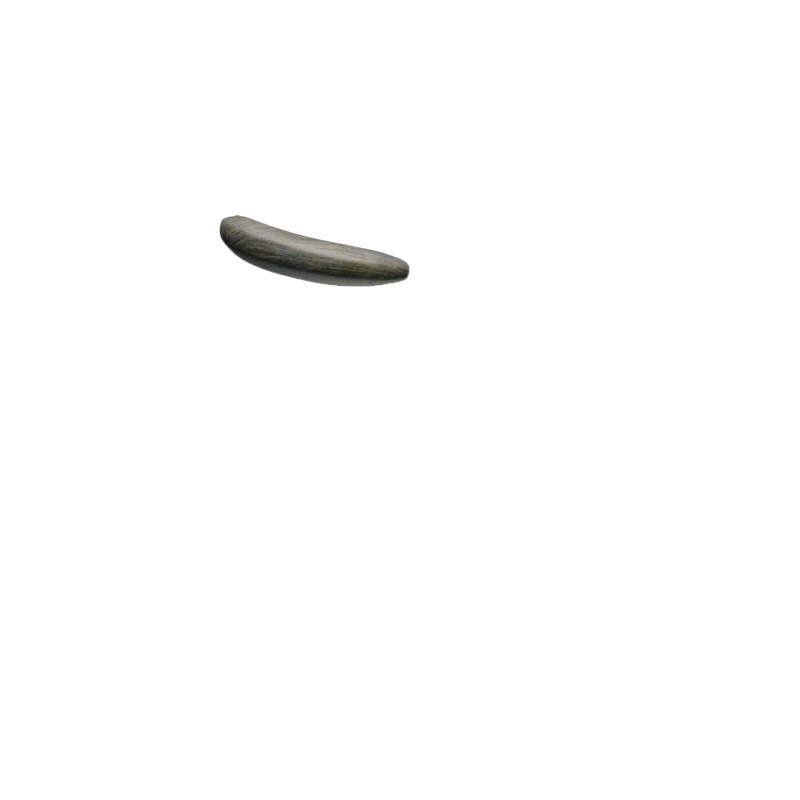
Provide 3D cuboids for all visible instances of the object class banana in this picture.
[{"bbox_3d":[-0.090,-0.132,0.967,0.209,0.035,0.070,22,37,30],"label":"banana"}]
